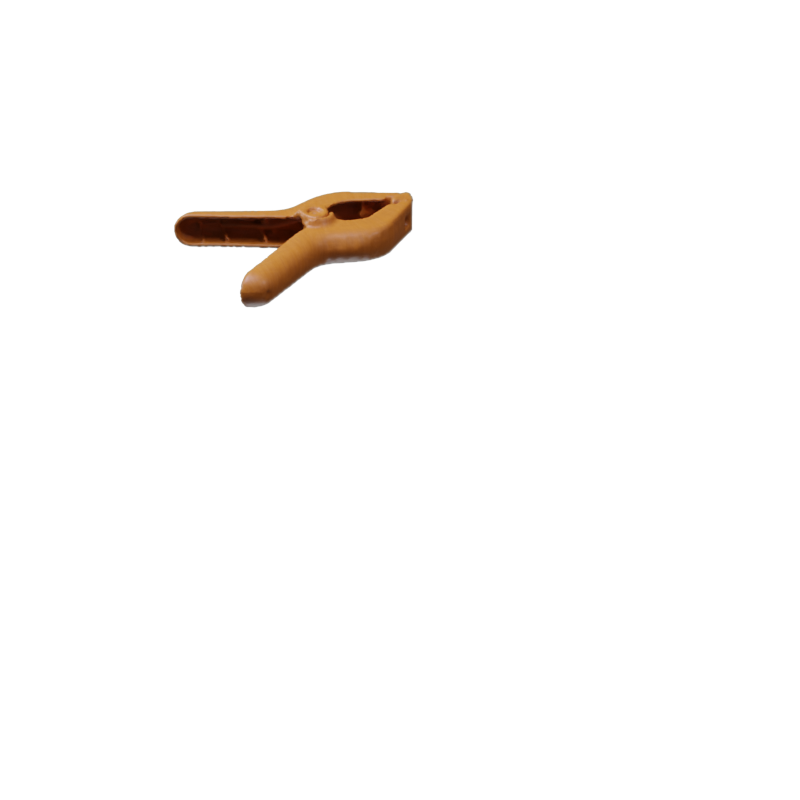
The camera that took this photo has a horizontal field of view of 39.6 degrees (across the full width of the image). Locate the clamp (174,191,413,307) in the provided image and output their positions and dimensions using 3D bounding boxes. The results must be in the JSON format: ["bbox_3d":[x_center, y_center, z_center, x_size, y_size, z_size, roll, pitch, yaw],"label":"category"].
[{"bbox_3d":[-0.060,-0.109,0.767,0.169,0.037,0.130,-14,40,-18],"label":"clamp"}]
